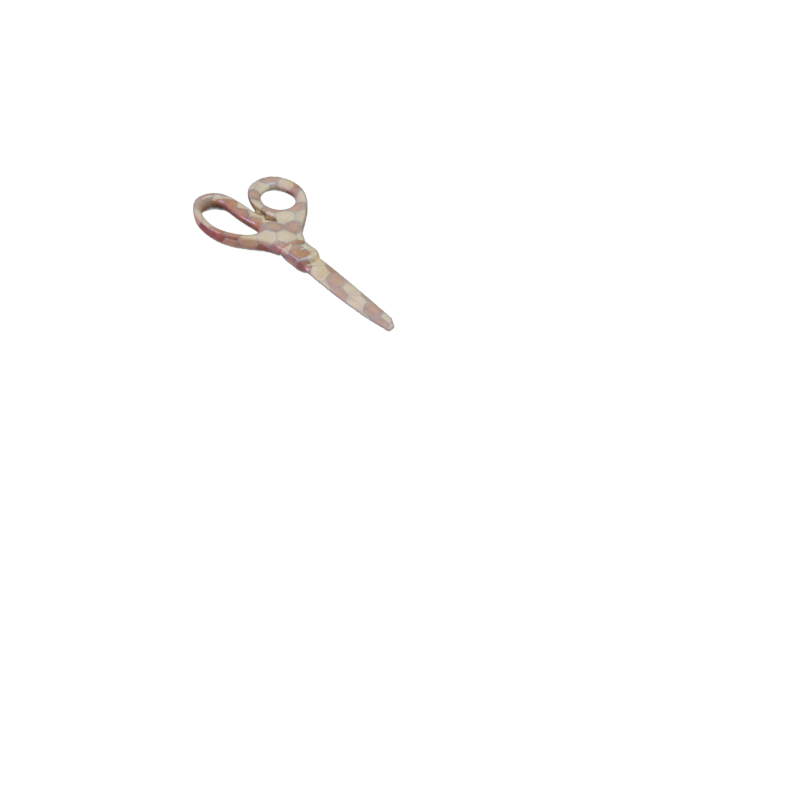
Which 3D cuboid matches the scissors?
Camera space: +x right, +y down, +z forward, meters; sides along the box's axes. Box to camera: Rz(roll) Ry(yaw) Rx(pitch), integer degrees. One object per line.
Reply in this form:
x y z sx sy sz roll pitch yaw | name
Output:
-0.064 -0.118 0.823 0.213 0.015 0.098 27 49 26 | scissors
